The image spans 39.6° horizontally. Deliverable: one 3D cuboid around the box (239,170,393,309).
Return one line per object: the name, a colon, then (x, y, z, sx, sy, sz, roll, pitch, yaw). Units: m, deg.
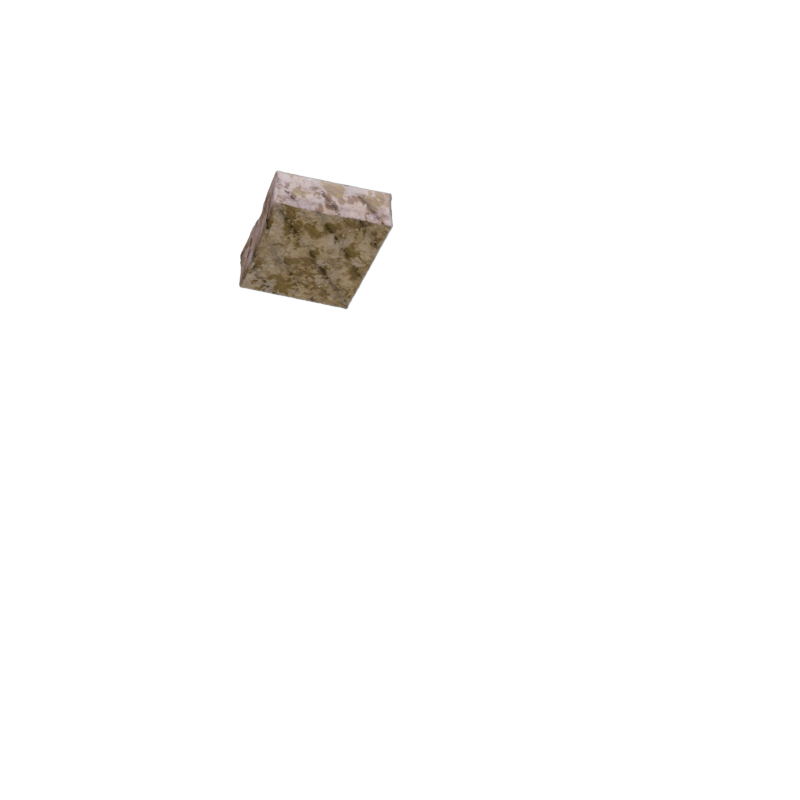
box: (-0.053, -0.097, 0.682, 0.071, 0.032, 0.085, 11, -36, -16)
